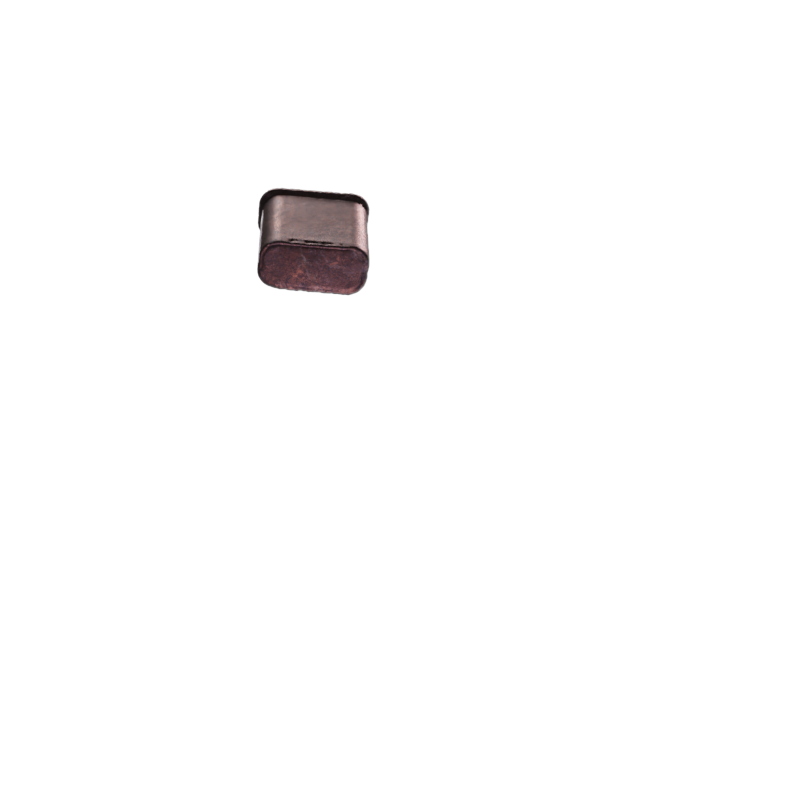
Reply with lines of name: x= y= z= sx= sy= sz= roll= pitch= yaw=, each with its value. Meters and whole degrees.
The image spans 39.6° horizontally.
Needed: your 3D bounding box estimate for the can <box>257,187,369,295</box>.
can: x=-0.077 y=-0.141 z=0.991 sx=0.101 sy=0.054 sz=0.090 roll=4 pitch=39 yaw=-5
